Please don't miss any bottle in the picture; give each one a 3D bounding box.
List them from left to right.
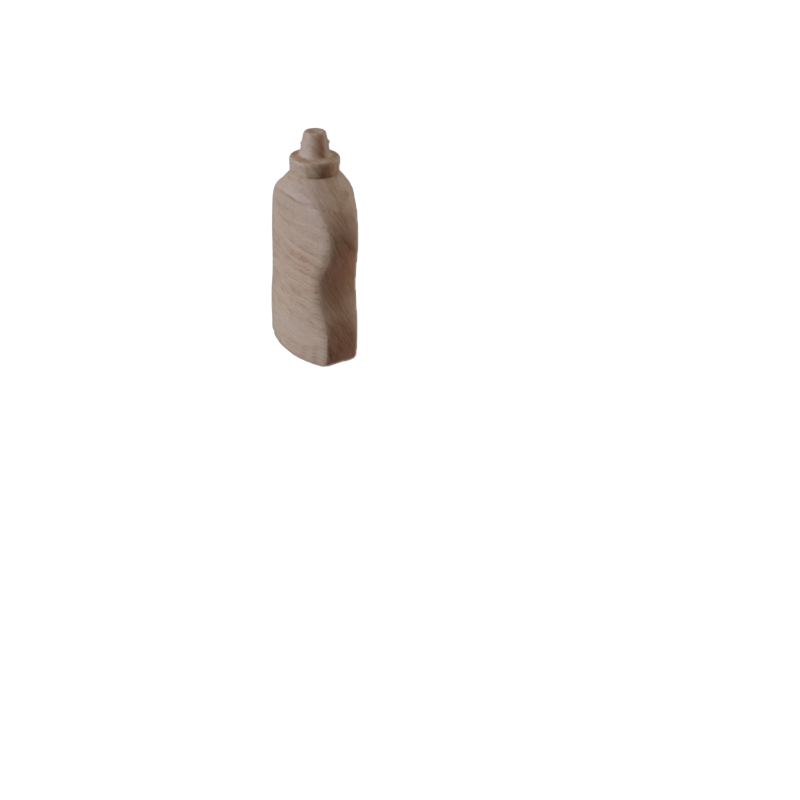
[{"bbox_3d":[-0.071,-0.131,0.916,0.057,0.182,0.103,-13,30,-28],"label":"bottle"}]
